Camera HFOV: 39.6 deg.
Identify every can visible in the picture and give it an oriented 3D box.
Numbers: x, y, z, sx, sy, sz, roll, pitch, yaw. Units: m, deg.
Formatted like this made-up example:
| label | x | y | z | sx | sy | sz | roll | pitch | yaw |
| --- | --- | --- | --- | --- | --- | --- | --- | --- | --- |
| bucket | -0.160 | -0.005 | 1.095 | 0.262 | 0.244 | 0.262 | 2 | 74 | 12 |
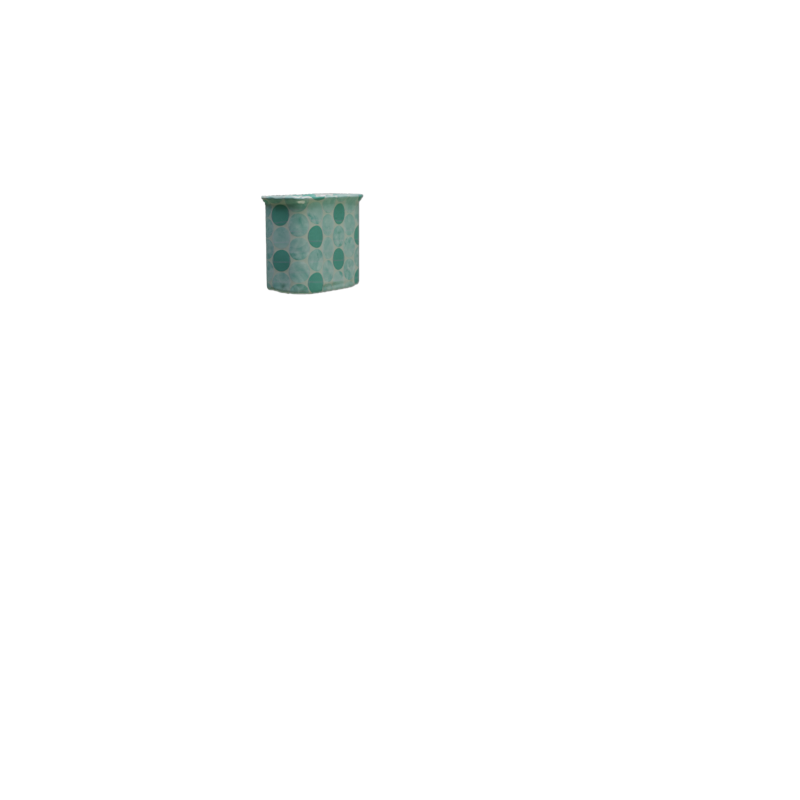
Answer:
| label | x | y | z | sx | sy | sz | roll | pitch | yaw |
| --- | --- | --- | --- | --- | --- | --- | --- | --- | --- |
| can | -0.077 | -0.140 | 0.981 | 0.060 | 0.083 | 0.100 | 4 | 9 | 31 |
